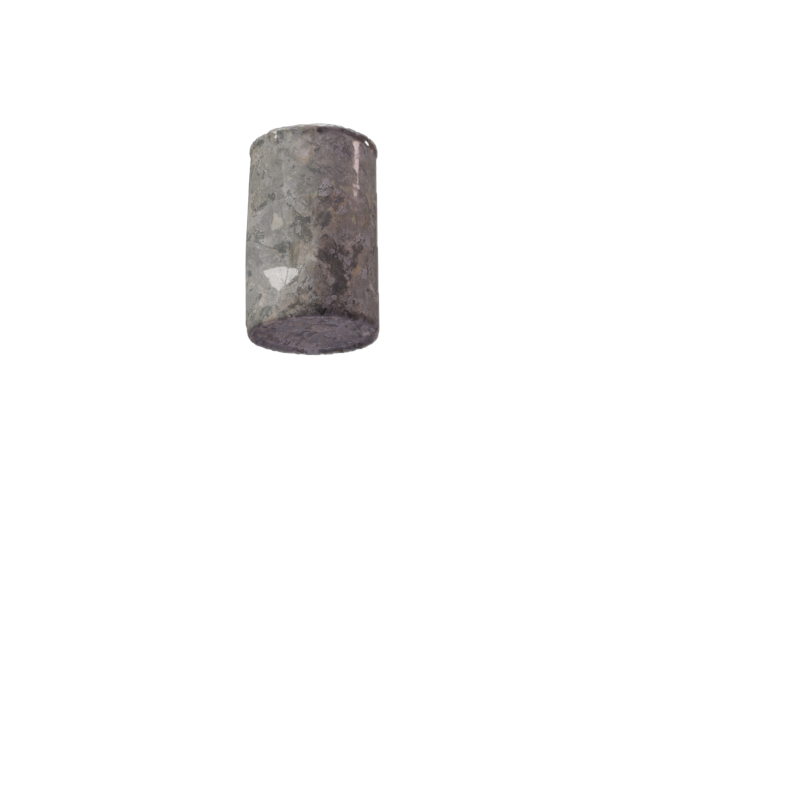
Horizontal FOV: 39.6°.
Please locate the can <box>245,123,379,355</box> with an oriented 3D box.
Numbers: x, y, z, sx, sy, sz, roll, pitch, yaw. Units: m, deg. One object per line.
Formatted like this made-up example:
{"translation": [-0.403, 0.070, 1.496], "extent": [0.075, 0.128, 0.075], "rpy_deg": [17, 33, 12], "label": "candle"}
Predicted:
{"translation": [-0.044, -0.081, 0.566], "extent": [0.068, 0.107, 0.066], "rpy_deg": [0, -19, -2], "label": "can"}
